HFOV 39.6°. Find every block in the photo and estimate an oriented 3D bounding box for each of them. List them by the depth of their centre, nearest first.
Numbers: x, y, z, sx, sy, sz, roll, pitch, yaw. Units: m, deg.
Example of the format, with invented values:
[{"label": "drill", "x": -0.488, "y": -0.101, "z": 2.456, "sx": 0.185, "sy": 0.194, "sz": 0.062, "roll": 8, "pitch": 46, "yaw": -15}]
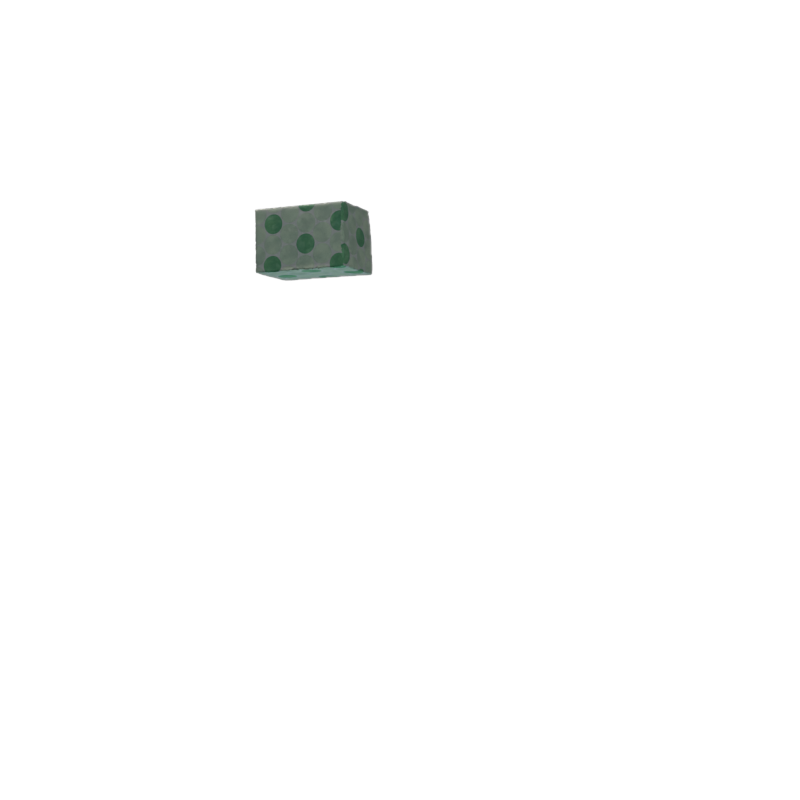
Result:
[{"label": "block", "x": -0.067, "y": -0.122, "z": 0.857, "sx": 0.080, "sy": 0.052, "sz": 0.050, "roll": -2, "pitch": -6, "yaw": 24}]
